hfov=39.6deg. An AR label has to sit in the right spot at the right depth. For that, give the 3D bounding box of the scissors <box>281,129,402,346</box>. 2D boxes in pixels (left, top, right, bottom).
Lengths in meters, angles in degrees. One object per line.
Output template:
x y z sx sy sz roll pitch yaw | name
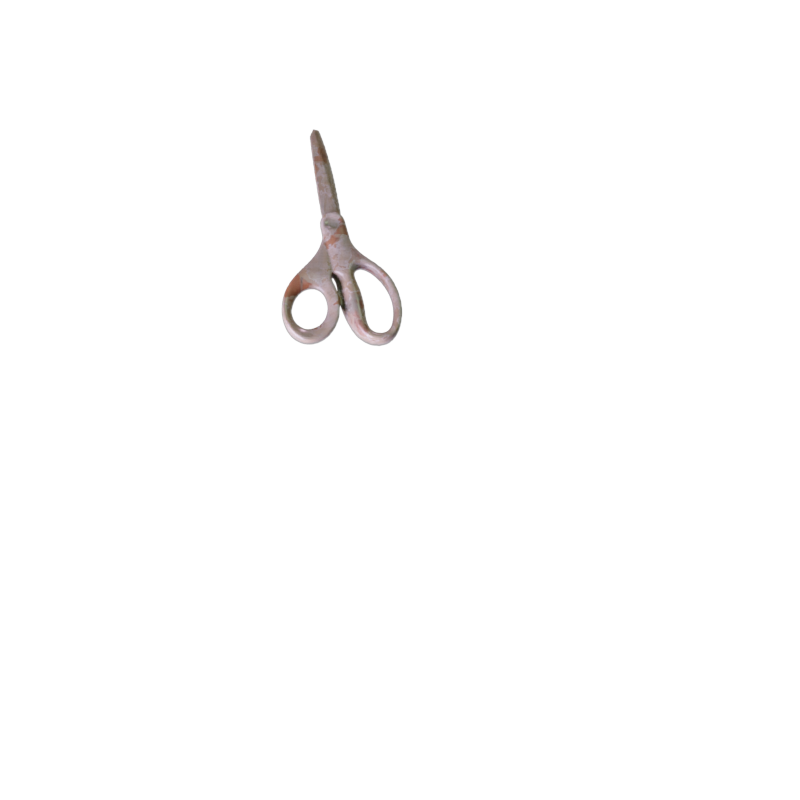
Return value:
-0.066 -0.121 0.847 0.096 0.216 0.015 -21 -30 -13 | scissors
